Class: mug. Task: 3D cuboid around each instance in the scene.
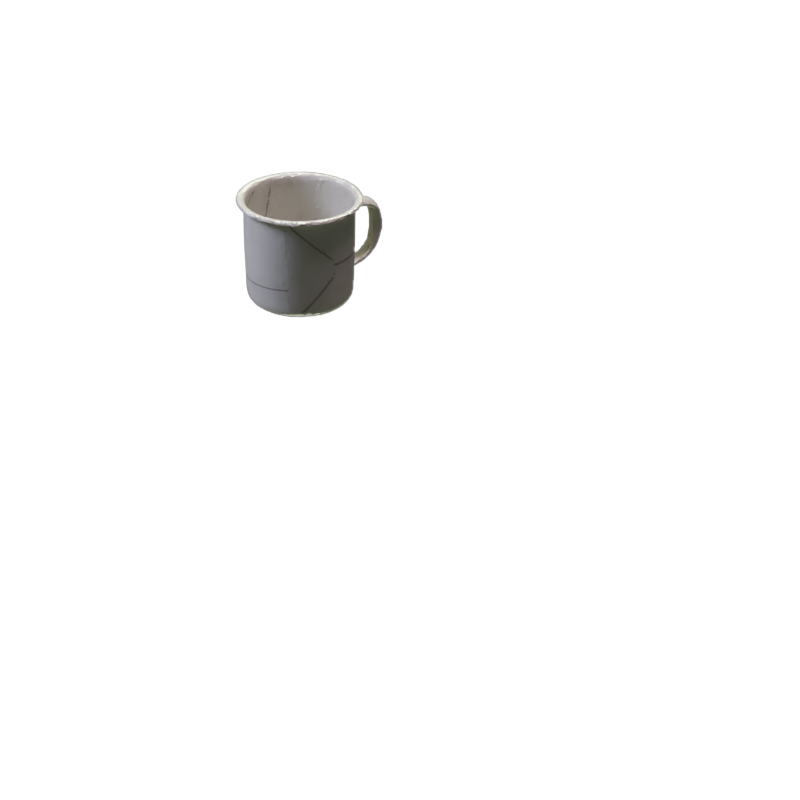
[{"bbox_3d":[-0.065,-0.118,0.830,0.115,0.077,0.100,-19,37,-29],"label":"mug"}]
